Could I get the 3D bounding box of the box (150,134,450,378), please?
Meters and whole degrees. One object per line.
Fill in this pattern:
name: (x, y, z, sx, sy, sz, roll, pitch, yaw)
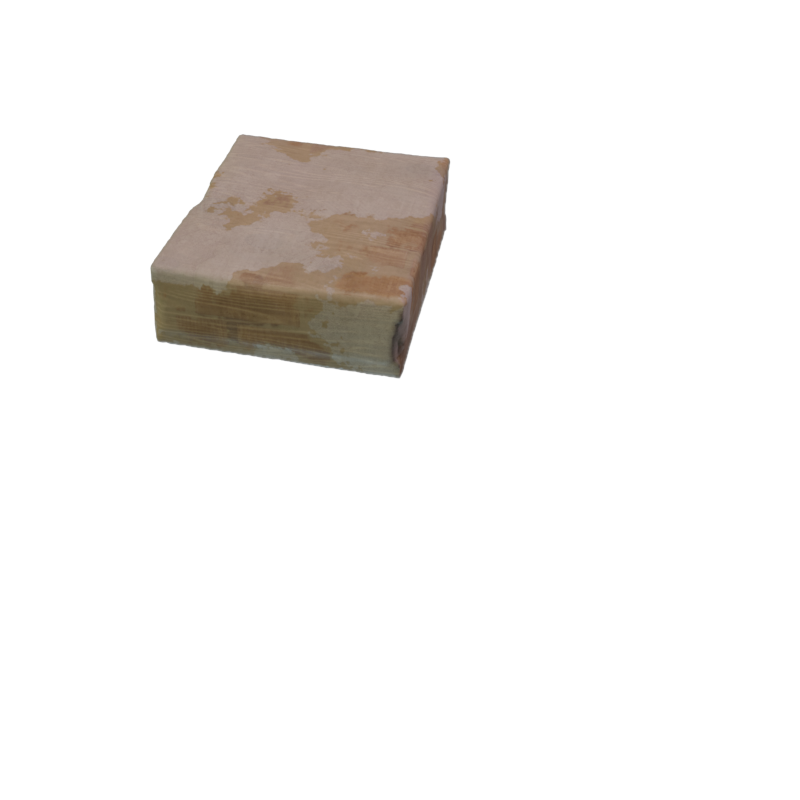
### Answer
box: (-0.027, -0.049, 0.342, 0.074, 0.028, 0.094, 8, 38, 9)
